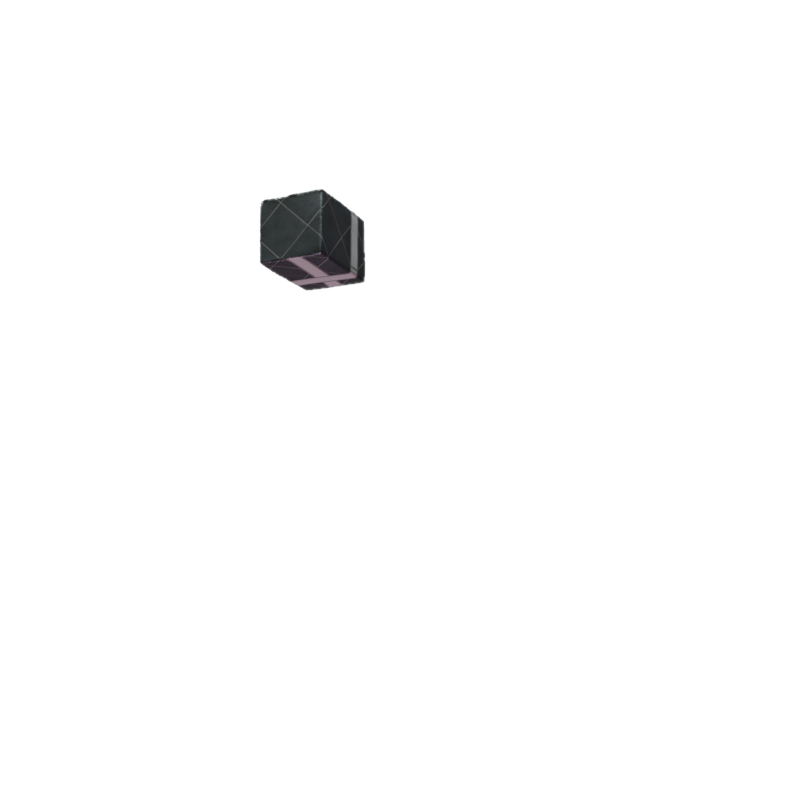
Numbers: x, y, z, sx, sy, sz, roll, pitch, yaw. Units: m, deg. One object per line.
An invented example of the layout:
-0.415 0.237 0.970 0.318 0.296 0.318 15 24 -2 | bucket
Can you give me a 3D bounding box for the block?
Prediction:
-0.065 -0.119 0.837 0.054 0.053 0.073 -7 -16 23 | block
